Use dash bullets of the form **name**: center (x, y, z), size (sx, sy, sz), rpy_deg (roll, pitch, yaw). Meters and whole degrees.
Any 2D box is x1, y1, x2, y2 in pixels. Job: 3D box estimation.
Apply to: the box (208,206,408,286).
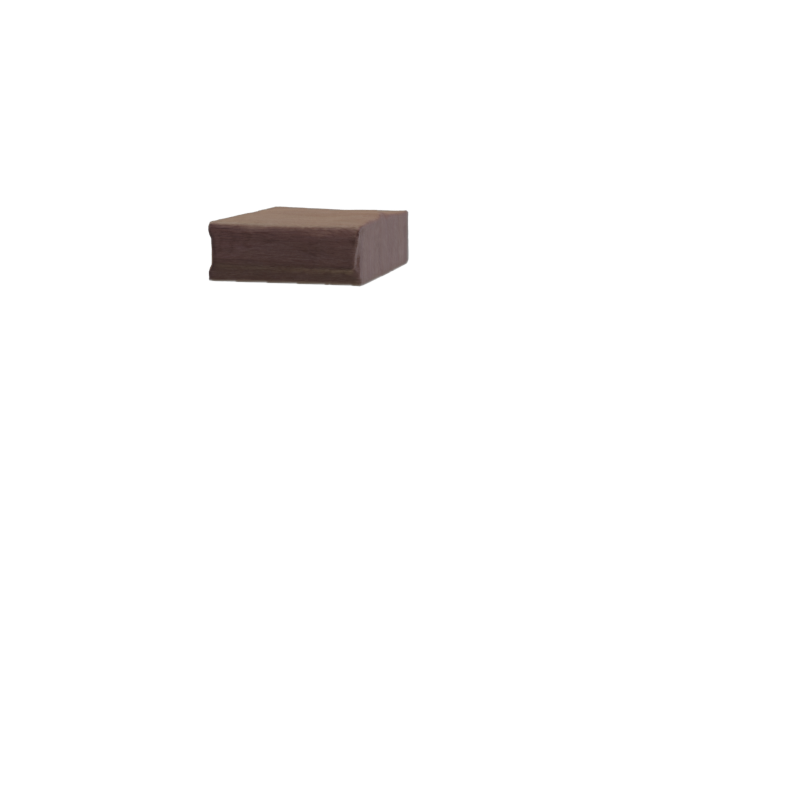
- **box**: center (-0.041, -0.076, 0.529), size (0.075, 0.029, 0.089), rpy_deg (4, 14, 16)
